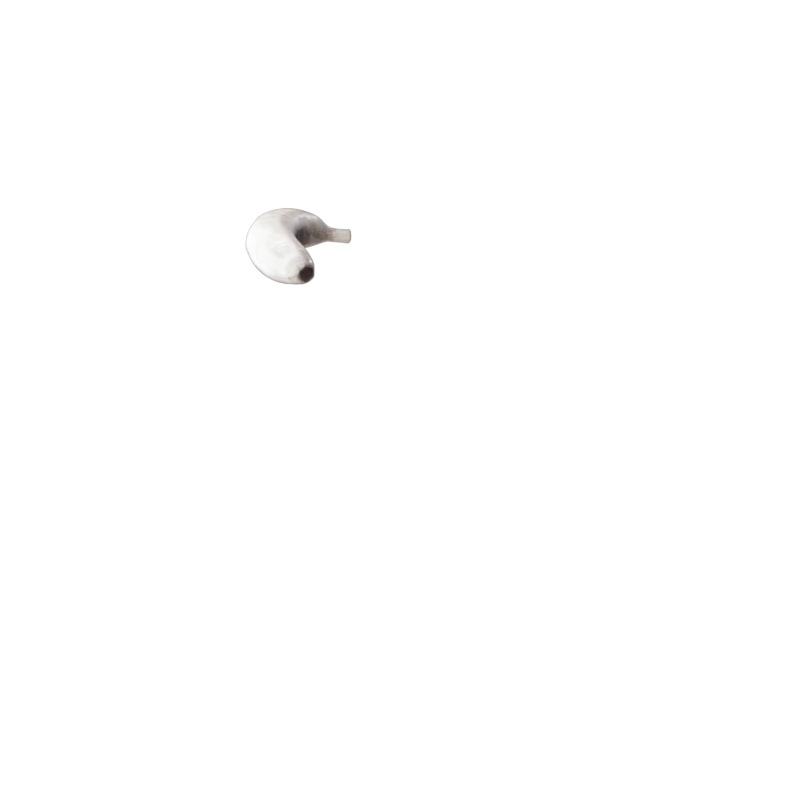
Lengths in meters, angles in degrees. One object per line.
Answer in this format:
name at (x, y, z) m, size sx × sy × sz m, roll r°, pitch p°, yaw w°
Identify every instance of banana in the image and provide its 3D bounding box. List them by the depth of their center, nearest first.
banana at (-0.084, -0.122, 0.843) m, size 0.070 × 0.035 × 0.202 m, roll 2°, pitch 18°, yaw 6°
